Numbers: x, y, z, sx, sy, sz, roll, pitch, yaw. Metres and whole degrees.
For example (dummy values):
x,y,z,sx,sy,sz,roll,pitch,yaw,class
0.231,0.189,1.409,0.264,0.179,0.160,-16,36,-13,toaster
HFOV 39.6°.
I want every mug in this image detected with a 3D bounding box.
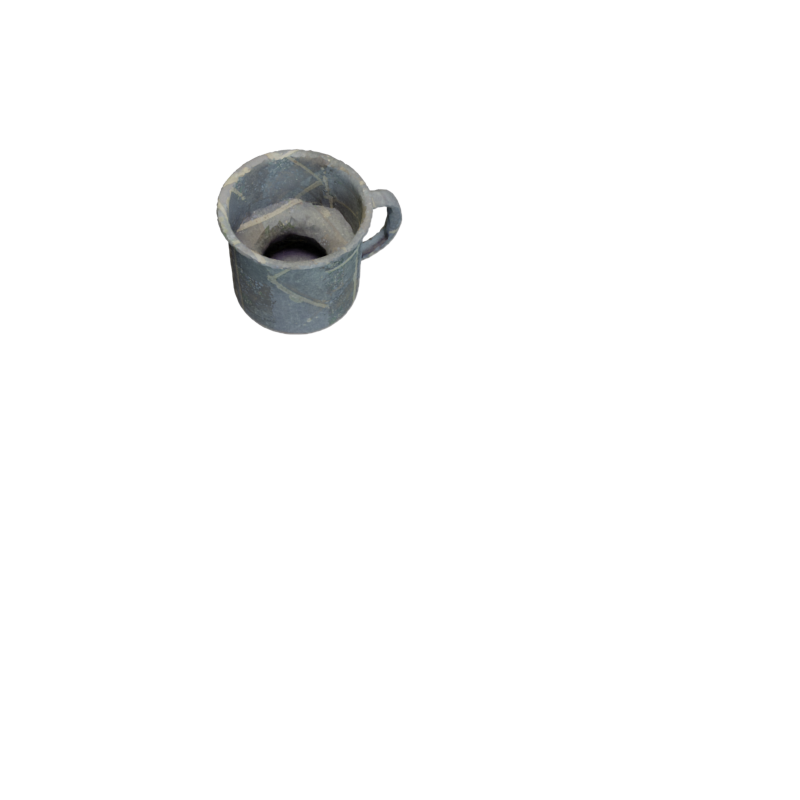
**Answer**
x,y,z,sx,sy,sz,roll,pitch,yaw,class
-0.054,-0.098,0.689,0.116,0.100,0.076,-21,-32,-15,mug
